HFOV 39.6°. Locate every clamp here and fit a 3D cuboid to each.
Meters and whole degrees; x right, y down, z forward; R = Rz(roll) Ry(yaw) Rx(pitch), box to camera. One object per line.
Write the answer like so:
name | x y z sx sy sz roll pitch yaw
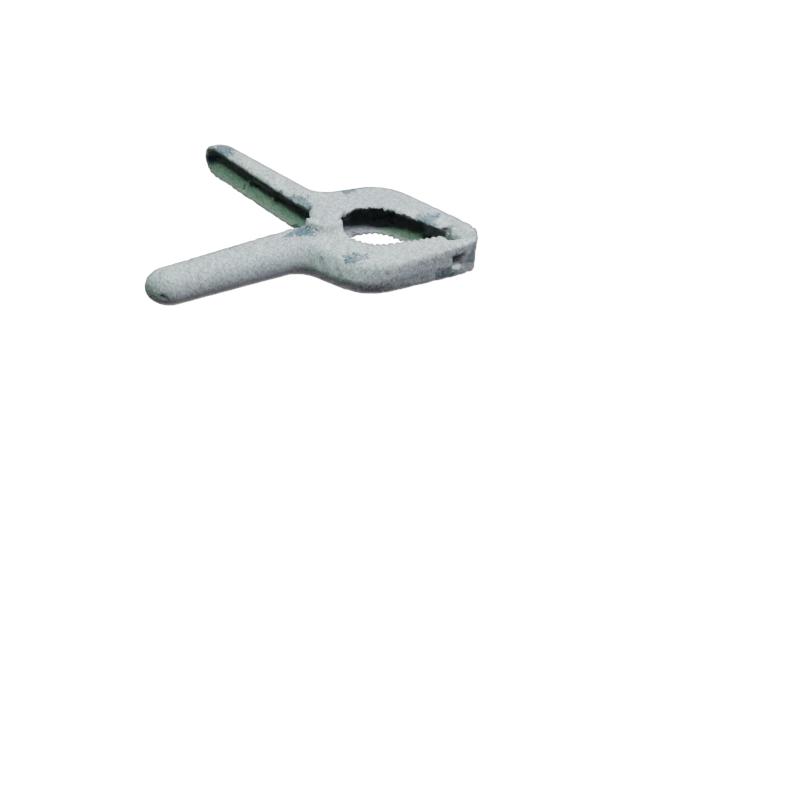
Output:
clamp | -0.057 -0.105 0.734 0.214 0.034 0.173 11 45 11
